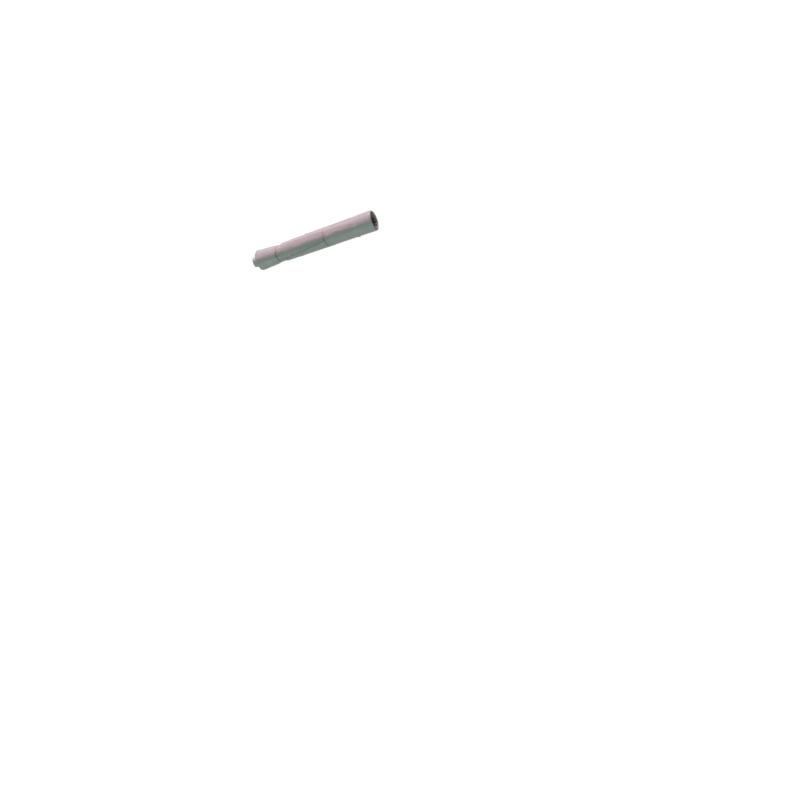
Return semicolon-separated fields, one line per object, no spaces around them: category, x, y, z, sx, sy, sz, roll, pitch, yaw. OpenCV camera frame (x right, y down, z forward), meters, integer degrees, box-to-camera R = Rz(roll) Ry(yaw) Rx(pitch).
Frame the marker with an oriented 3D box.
marker;-0.077;-0.141;0.984;0.122;0.020;0.019;-16;-2;21
